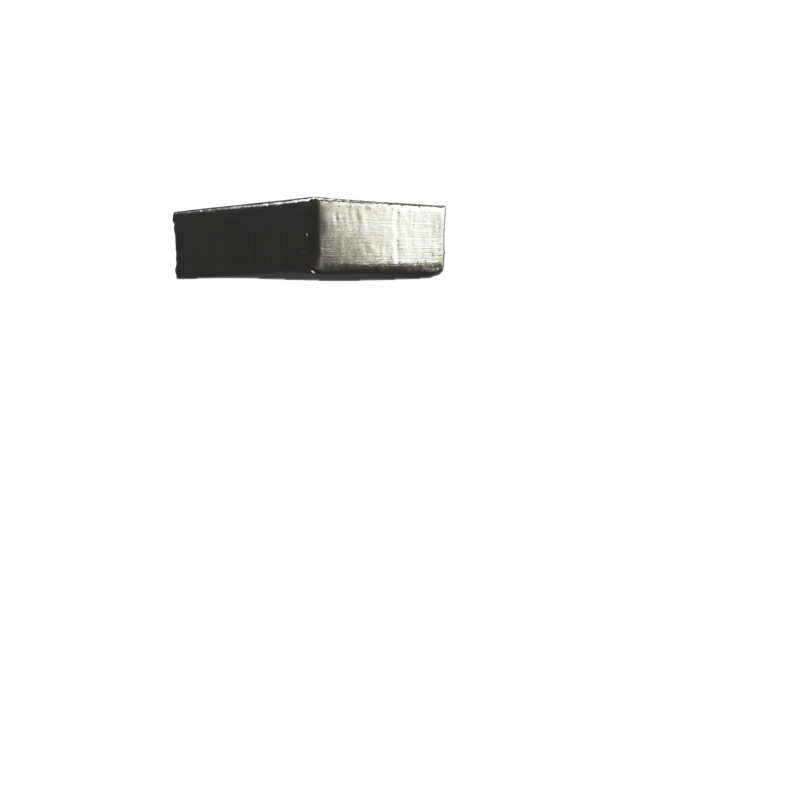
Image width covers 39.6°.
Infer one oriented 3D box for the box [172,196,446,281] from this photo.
[{"bbox_3d":[-0.043,-0.079,0.554,0.093,0.039,0.109,3,5,37],"label":"box"}]
